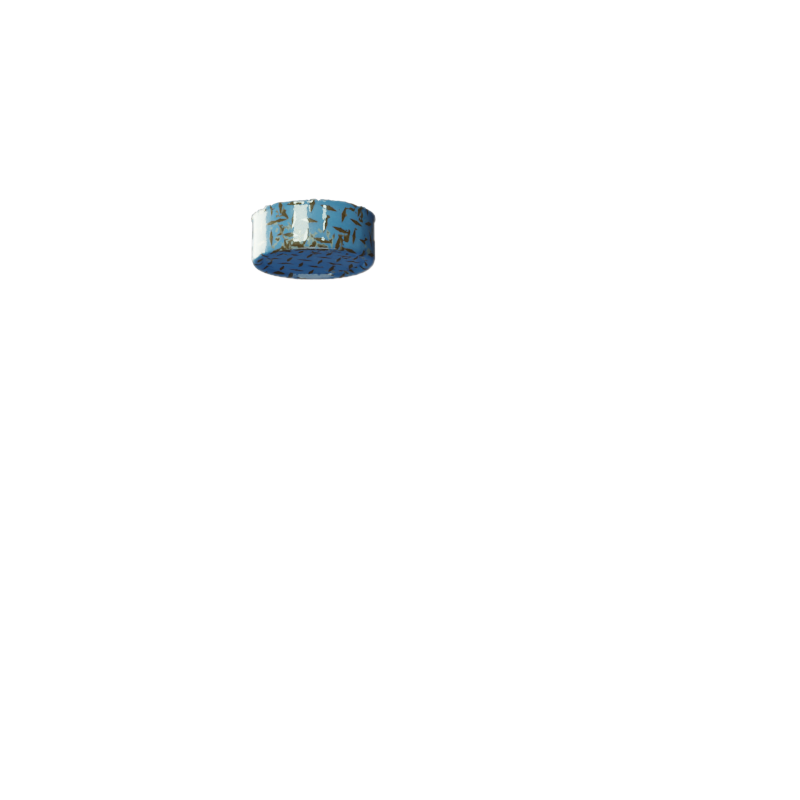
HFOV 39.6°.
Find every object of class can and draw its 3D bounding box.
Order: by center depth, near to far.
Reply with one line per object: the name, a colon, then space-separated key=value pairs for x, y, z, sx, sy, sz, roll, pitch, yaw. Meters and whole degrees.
can: x=-0.059 y=-0.108 z=0.759 sx=0.086 sy=0.035 sz=0.083 roll=0 pitch=-10 yaw=-2
